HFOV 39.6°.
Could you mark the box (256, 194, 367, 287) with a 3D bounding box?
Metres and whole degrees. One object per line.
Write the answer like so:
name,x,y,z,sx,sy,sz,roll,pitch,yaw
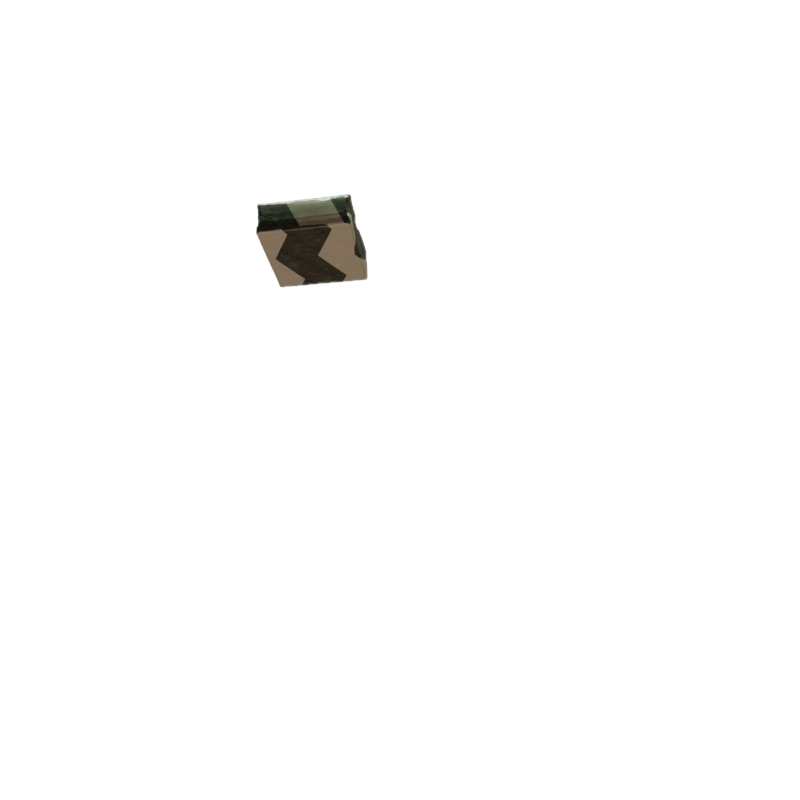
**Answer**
box,-0.068,-0.124,0.871,0.074,0.032,0.083,-4,-27,8
